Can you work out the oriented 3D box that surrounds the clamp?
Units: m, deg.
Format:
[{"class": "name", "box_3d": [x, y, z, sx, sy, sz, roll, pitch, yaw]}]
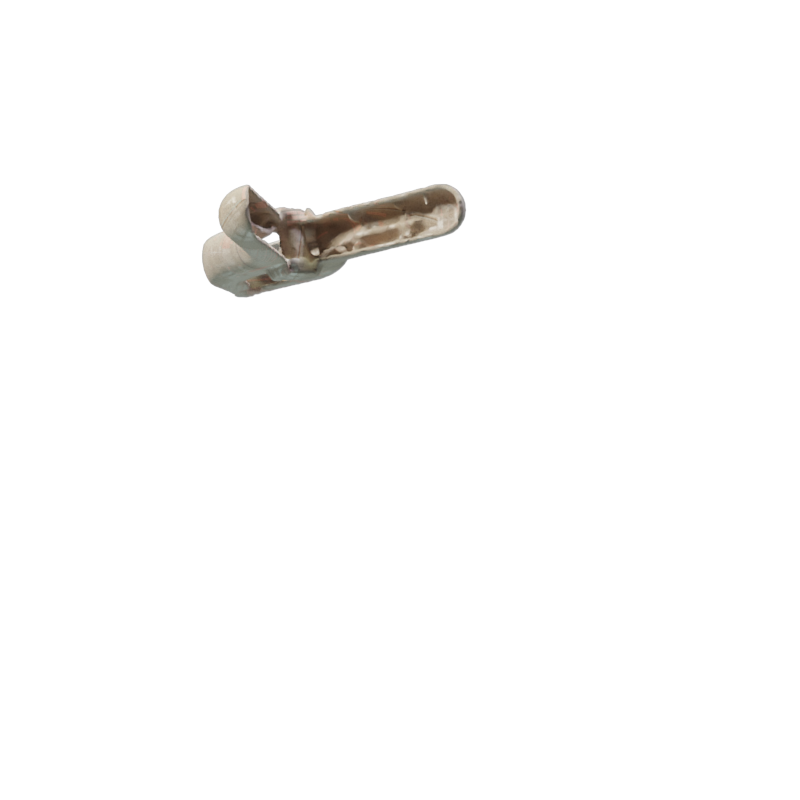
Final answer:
[{"class": "clamp", "box_3d": [-0.045, -0.082, 0.571, 0.118, 0.040, 0.172, 1, -2, -17]}]
